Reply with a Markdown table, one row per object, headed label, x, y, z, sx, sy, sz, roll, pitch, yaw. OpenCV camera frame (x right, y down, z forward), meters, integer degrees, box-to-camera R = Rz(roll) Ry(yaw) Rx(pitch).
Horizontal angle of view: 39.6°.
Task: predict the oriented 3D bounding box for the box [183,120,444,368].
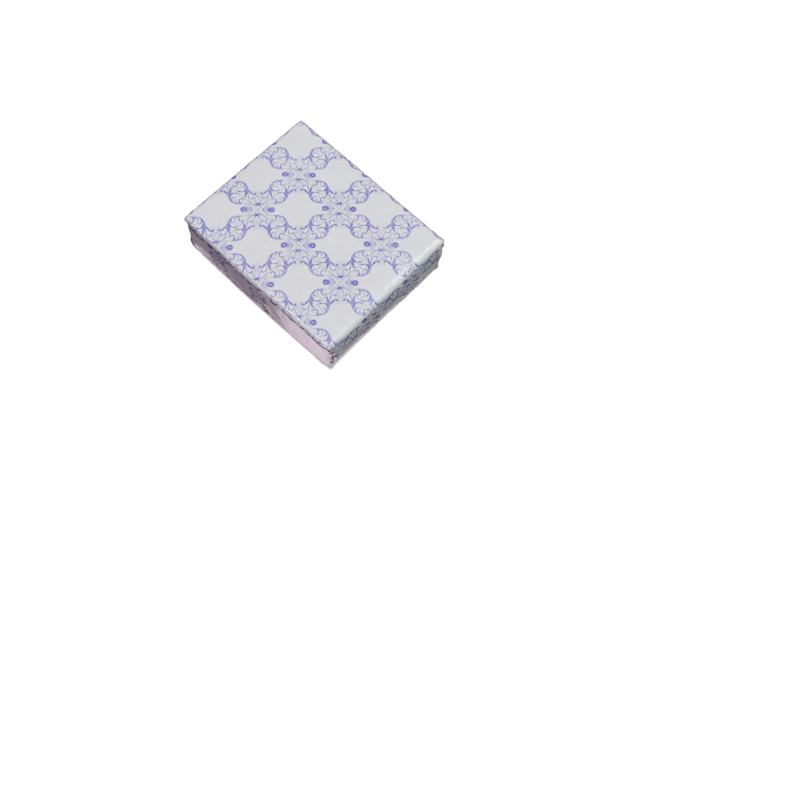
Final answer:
| label | x | y | z | sx | sy | sz | roll | pitch | yaw |
| --- | --- | --- | --- | --- | --- | --- | --- | --- | --- |
| box | -0.048 | -0.086 | 0.606 | 0.118 | 0.091 | 0.037 | 42 | -18 | 16 |
